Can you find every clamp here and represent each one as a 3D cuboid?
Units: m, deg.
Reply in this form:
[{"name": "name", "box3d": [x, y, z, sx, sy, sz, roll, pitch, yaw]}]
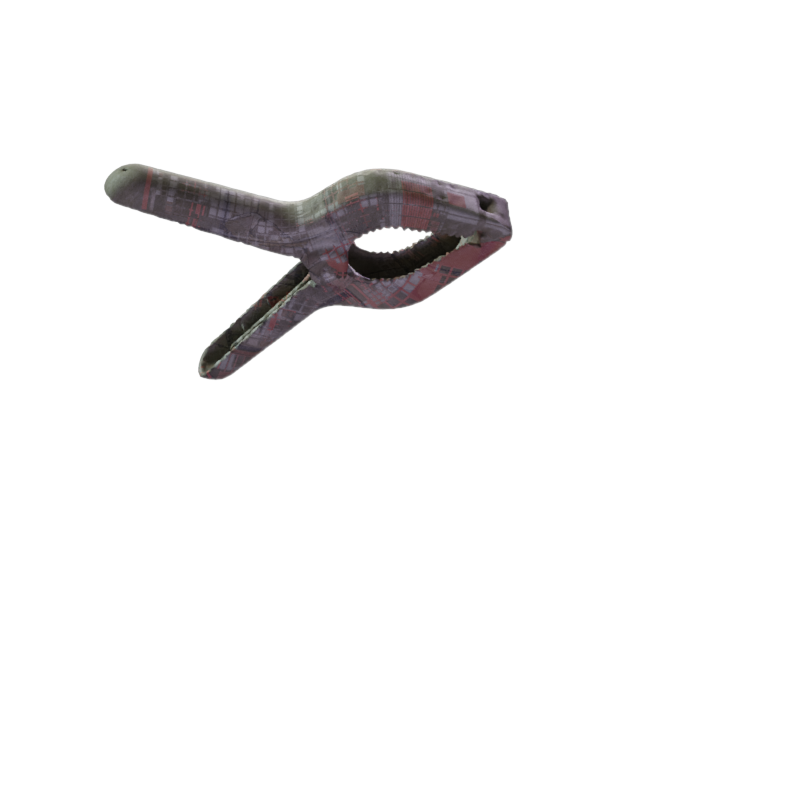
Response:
[{"name": "clamp", "box3d": [-0.047, -0.087, 0.607, 0.212, 0.039, 0.152, -13, -43, 15]}]
